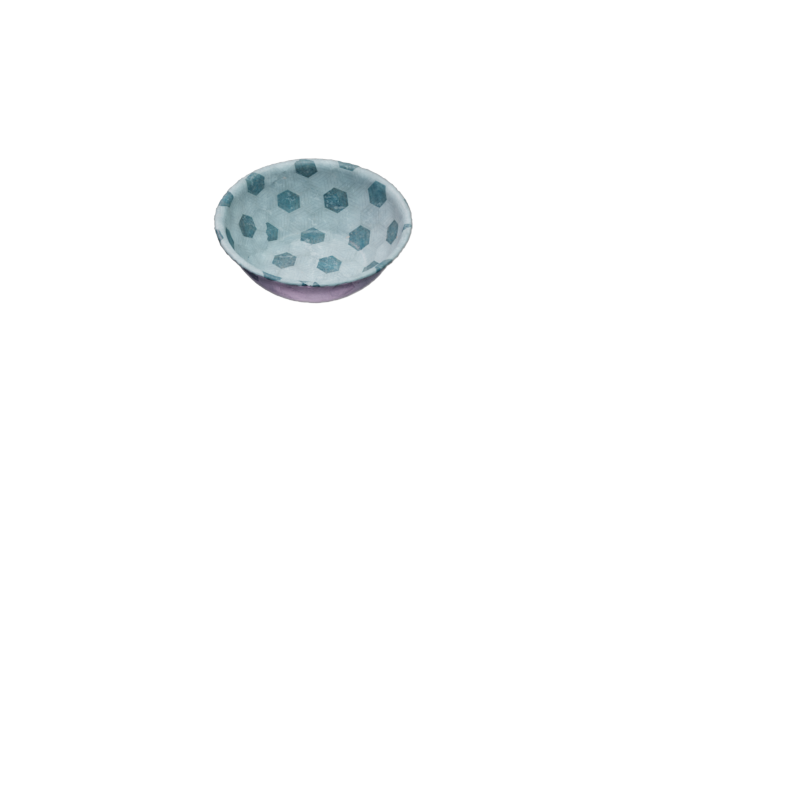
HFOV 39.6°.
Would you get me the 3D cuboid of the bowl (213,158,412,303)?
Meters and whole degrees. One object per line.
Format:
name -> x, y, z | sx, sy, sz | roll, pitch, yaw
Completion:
bowl -> -0.072, -0.131, 0.918 | 0.162, 0.051, 0.174 | -1, 45, -1
